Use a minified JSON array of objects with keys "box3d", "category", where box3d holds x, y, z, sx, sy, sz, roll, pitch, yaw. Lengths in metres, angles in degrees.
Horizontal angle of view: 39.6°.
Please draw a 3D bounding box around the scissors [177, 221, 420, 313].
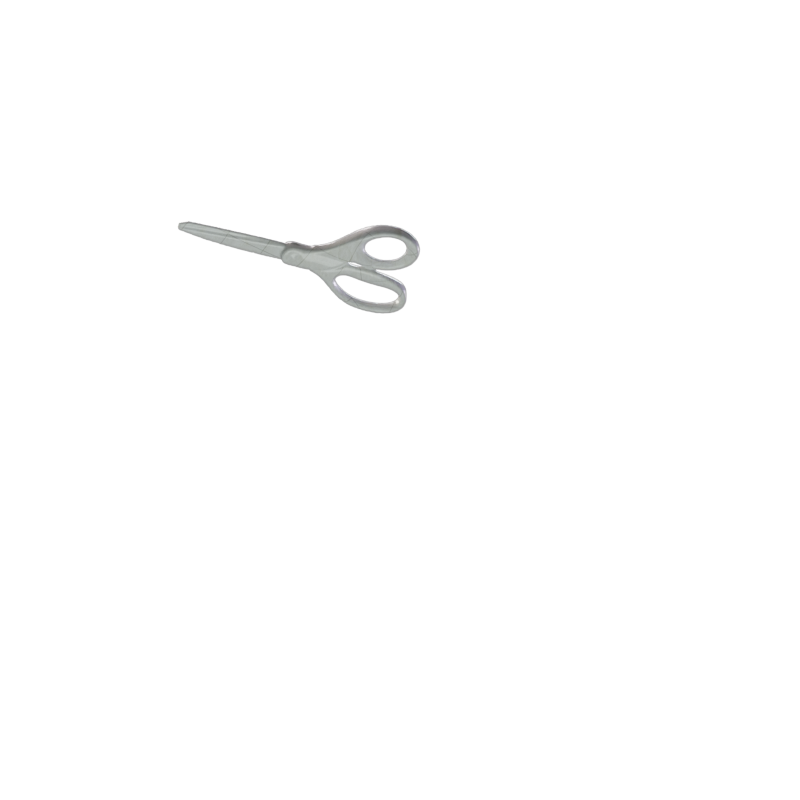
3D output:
[{"box3d":[-0.071,-0.129,0.906,0.193,0.017,0.094,26,-53,-21],"category":"scissors"}]
